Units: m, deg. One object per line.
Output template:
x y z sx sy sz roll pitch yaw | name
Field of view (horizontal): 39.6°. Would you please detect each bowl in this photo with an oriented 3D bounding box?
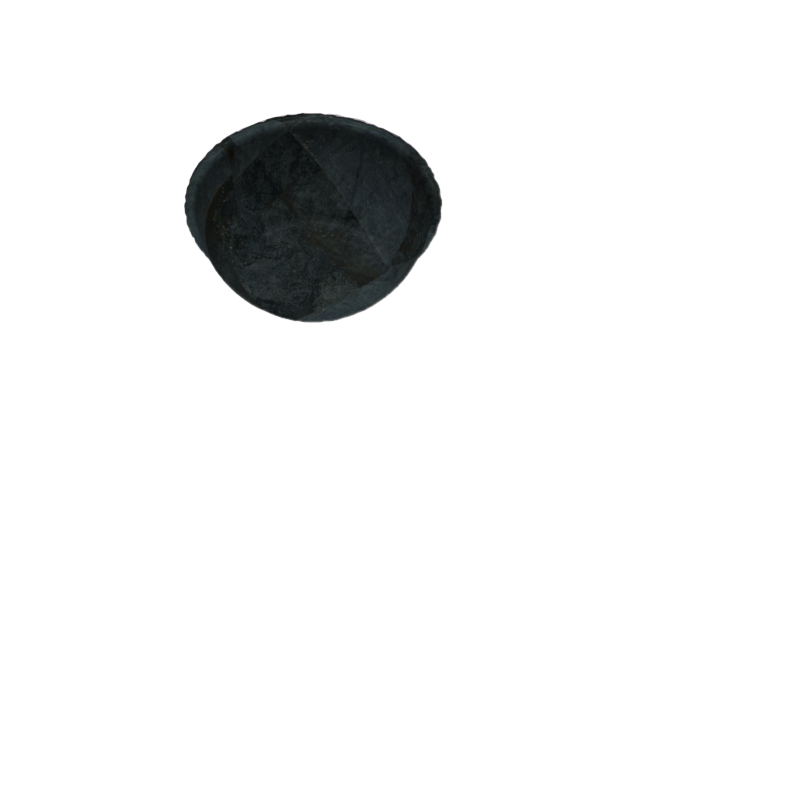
-0.053 -0.097 0.680 0.162 0.059 0.151 1 -39 -1 | bowl
